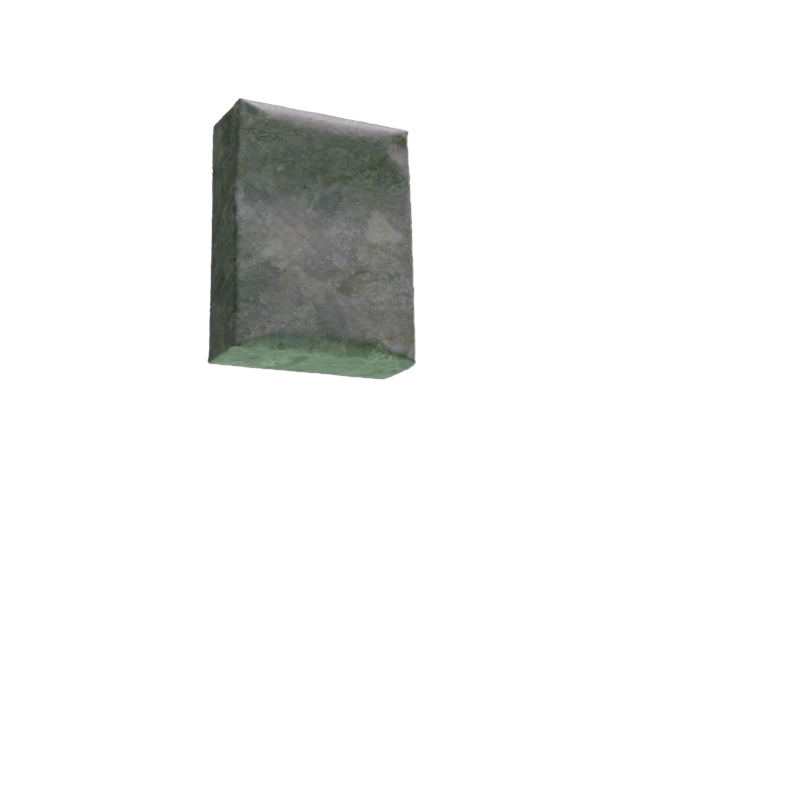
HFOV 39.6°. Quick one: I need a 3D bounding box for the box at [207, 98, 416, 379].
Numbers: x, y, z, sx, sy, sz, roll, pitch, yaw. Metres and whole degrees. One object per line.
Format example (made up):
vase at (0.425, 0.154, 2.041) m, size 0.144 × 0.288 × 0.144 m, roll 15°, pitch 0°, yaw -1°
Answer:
box at (-0.073, -0.133, 0.929) m, size 0.158 × 0.223 × 0.071 m, roll 6°, pitch -19°, yaw -24°
